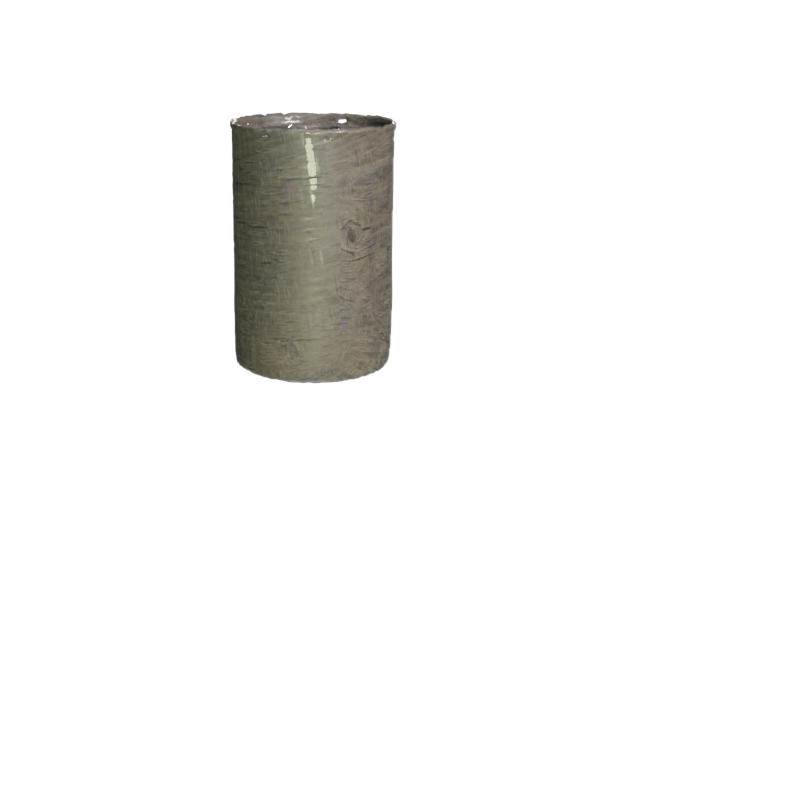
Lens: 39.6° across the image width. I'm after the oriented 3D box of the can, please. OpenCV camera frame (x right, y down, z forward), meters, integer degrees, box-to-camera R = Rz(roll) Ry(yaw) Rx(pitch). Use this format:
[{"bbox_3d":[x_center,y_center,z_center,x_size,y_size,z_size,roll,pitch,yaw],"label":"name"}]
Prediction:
[{"bbox_3d":[-0.036,-0.066,0.463,0.068,0.099,0.071,0,15,-2],"label":"can"}]
